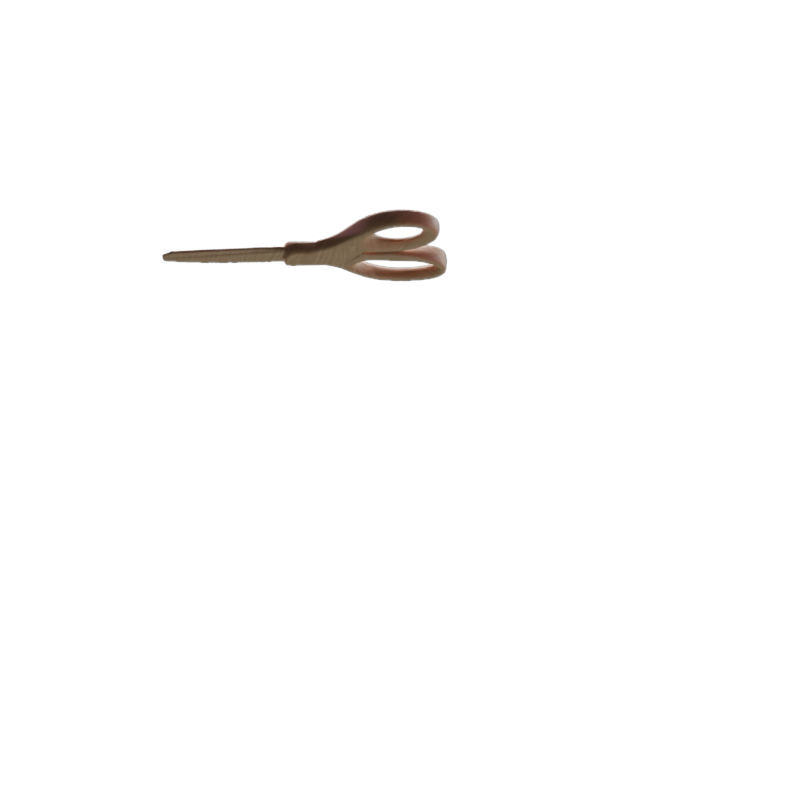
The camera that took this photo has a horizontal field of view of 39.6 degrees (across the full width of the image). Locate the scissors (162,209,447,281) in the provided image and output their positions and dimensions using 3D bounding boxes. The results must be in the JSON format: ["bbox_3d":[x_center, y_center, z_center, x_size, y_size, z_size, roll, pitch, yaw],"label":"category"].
[{"bbox_3d":[-0.060,-0.110,0.771,0.198,0.017,0.092,5,-23,-11],"label":"scissors"}]
